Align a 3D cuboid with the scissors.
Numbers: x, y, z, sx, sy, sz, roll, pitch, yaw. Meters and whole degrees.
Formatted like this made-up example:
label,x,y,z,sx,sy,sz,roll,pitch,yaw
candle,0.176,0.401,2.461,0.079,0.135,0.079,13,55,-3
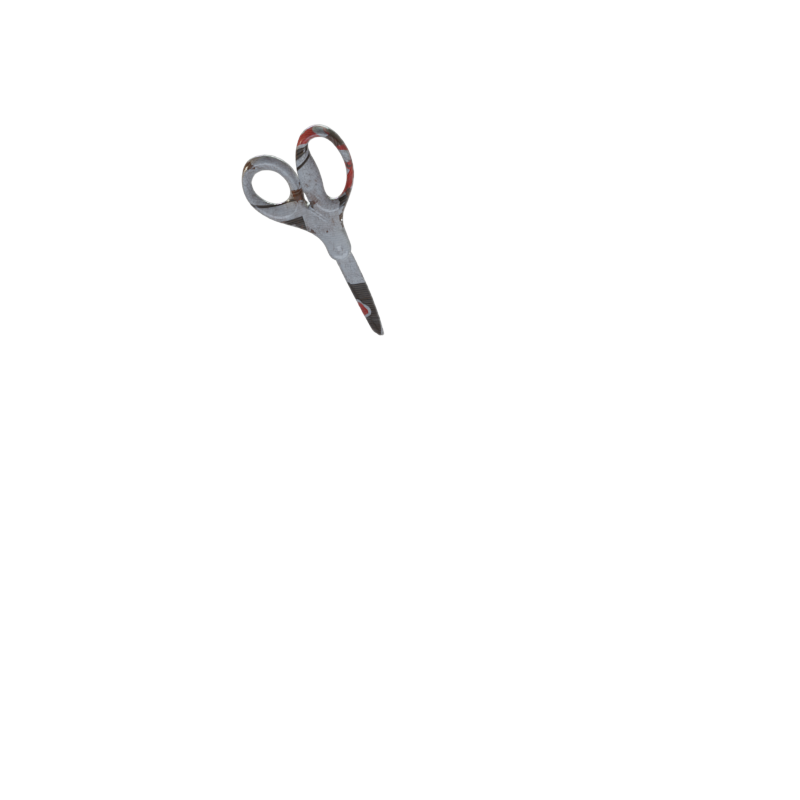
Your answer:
label,x,y,z,sx,sy,sz,roll,pitch,yaw
scissors,-0.069,-0.127,0.887,0.096,0.188,0.017,-4,35,3
